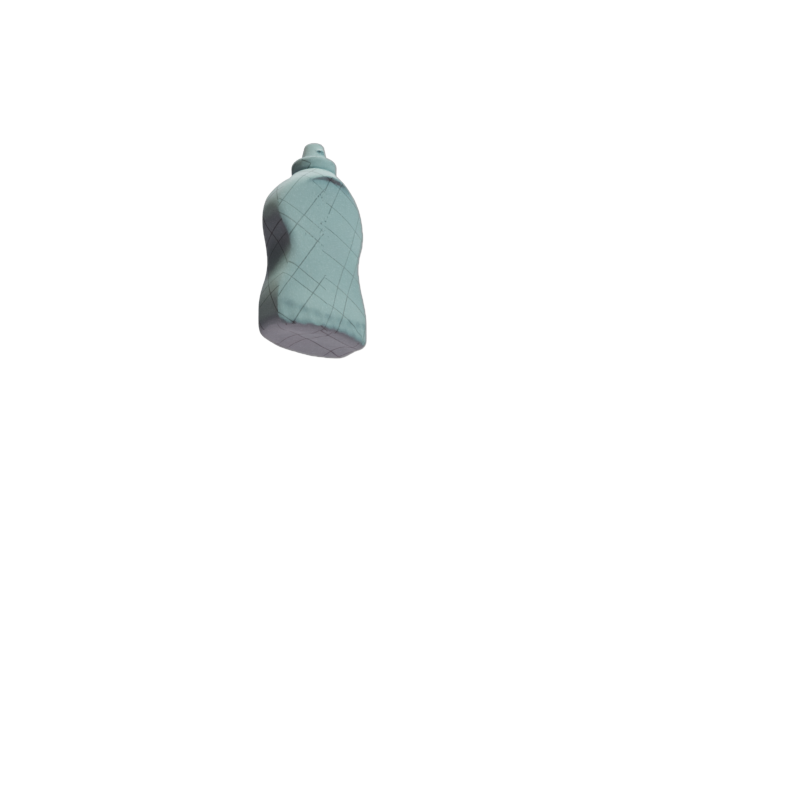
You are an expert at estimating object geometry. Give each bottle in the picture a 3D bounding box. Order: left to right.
[{"bbox_3d":[-0.075,-0.138,0.964,0.091,0.203,0.058,16,-31,-34],"label":"bottle"}]
